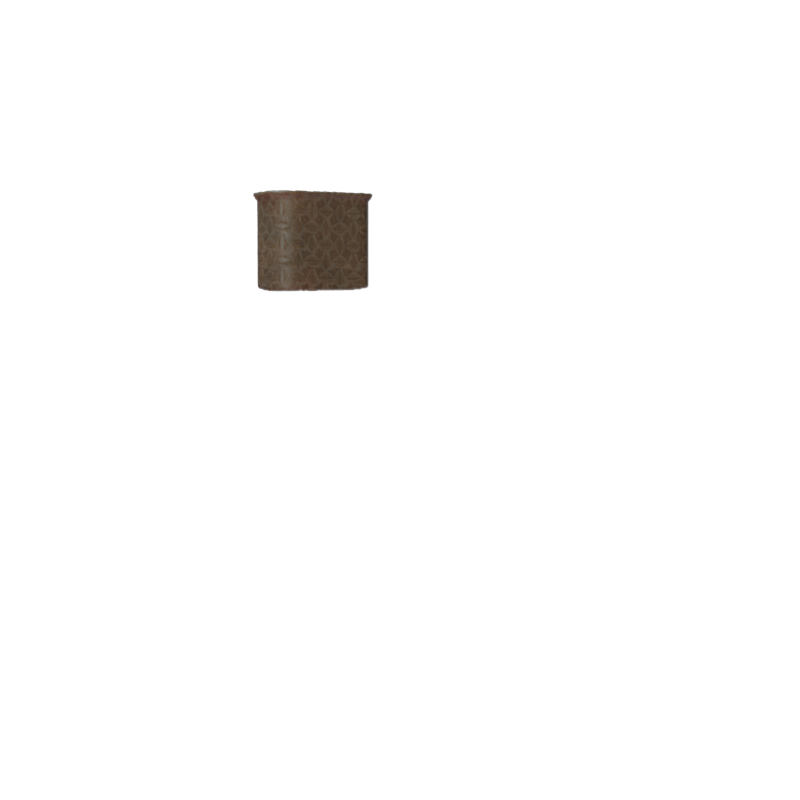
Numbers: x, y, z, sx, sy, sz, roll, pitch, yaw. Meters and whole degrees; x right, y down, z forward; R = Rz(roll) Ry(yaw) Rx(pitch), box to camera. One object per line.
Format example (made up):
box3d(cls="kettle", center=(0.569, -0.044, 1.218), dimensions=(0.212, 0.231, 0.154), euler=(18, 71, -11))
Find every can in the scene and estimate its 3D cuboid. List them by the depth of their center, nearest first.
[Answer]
box3d(cls="can", center=(-0.075, -0.136, 0.952), dimensions=(0.098, 0.084, 0.060), euler=(-2, 2, -33))
